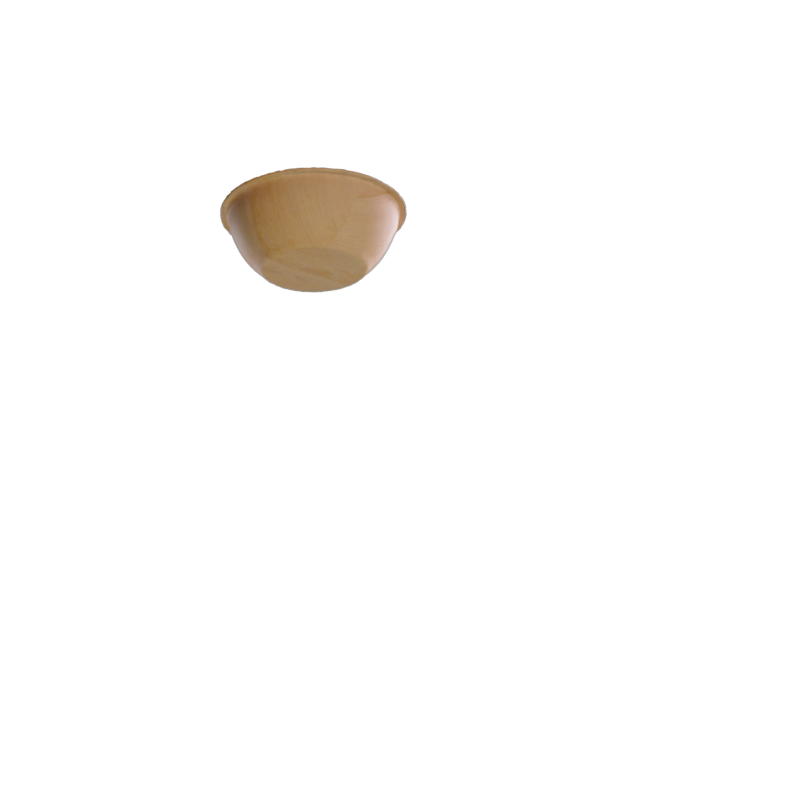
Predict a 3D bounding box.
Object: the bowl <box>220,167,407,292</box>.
[{"bbox_3d":[-0.074,-0.135,0.945,0.162,0.058,0.154,1,-21,-2],"label":"bowl"}]
